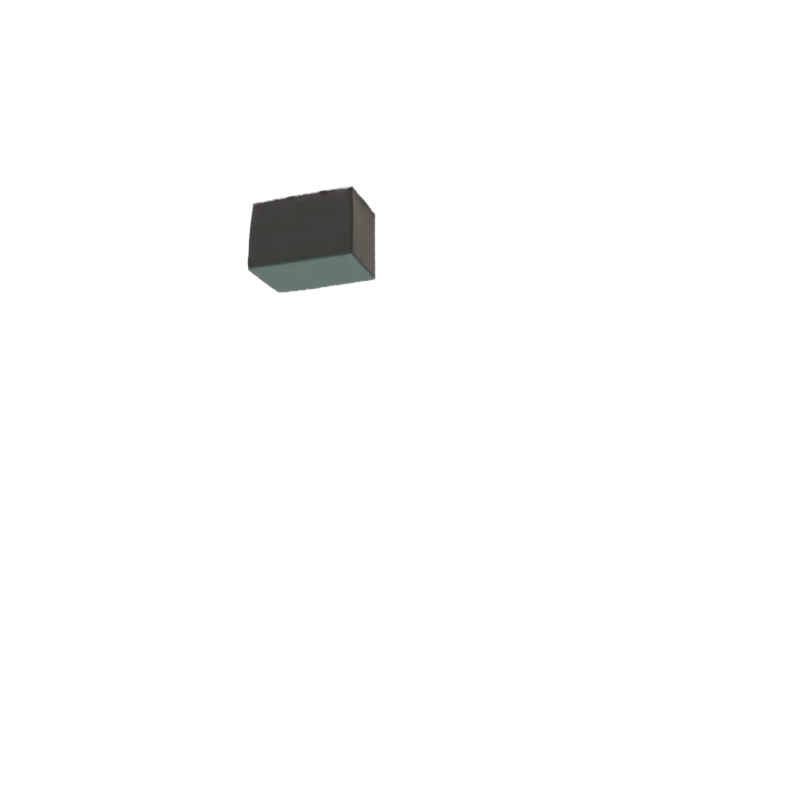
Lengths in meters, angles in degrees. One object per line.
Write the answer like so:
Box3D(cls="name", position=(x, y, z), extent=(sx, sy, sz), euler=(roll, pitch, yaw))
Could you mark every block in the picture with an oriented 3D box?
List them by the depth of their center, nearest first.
Box3D(cls="block", position=(-0.061, -0.111, 0.780), extent=(0.079, 0.054, 0.049), euler=(-7, -20, 18))
